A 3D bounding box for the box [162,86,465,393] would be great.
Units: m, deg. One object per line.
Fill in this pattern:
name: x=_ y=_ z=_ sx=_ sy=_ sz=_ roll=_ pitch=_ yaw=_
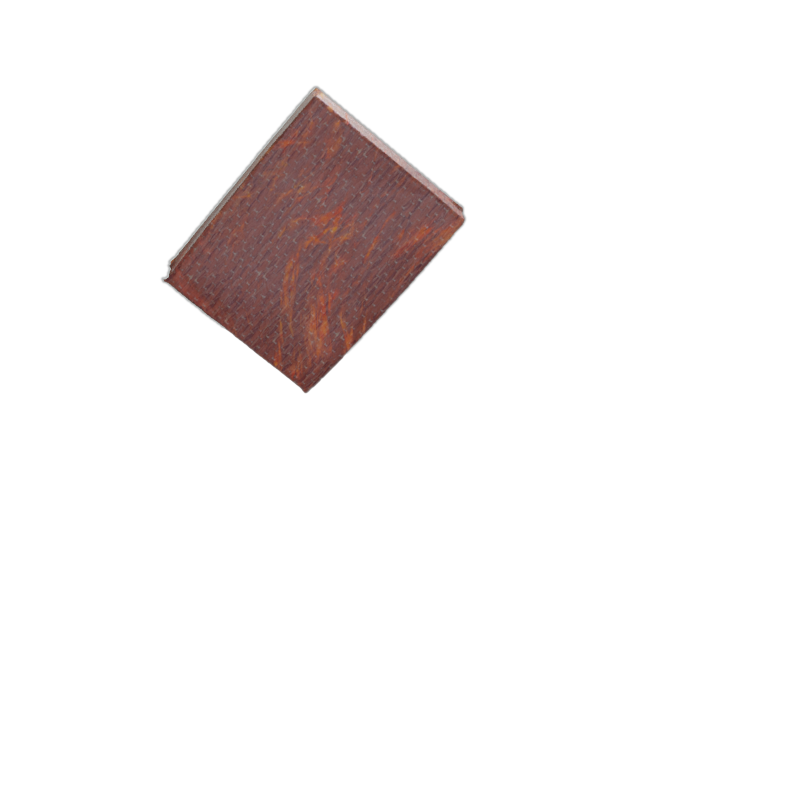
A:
box: x=-0.040 y=-0.073 z=0.512 sx=0.088 sy=0.112 sz=0.040 roll=40 pitch=9 yaw=-9
